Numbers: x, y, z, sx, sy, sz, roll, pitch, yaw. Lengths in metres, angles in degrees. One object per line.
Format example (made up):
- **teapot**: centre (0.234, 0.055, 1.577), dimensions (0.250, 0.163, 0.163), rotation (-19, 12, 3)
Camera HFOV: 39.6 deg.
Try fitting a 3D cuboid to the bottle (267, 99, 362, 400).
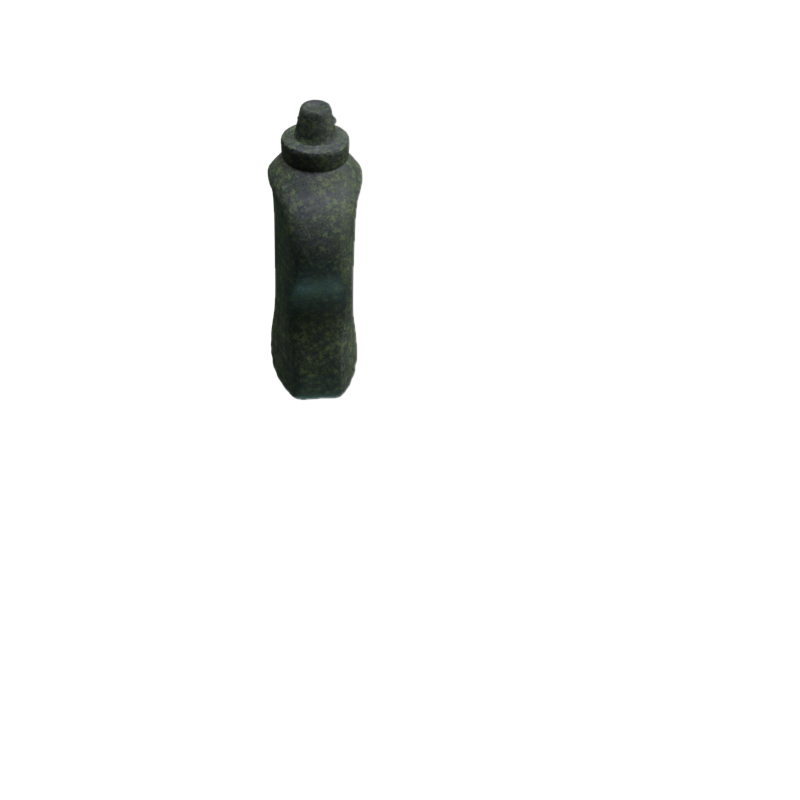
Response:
- **bottle**: centre (-0.054, -0.100, 0.700), dimensions (0.058, 0.179, 0.103), rotation (-1, 37, -6)
